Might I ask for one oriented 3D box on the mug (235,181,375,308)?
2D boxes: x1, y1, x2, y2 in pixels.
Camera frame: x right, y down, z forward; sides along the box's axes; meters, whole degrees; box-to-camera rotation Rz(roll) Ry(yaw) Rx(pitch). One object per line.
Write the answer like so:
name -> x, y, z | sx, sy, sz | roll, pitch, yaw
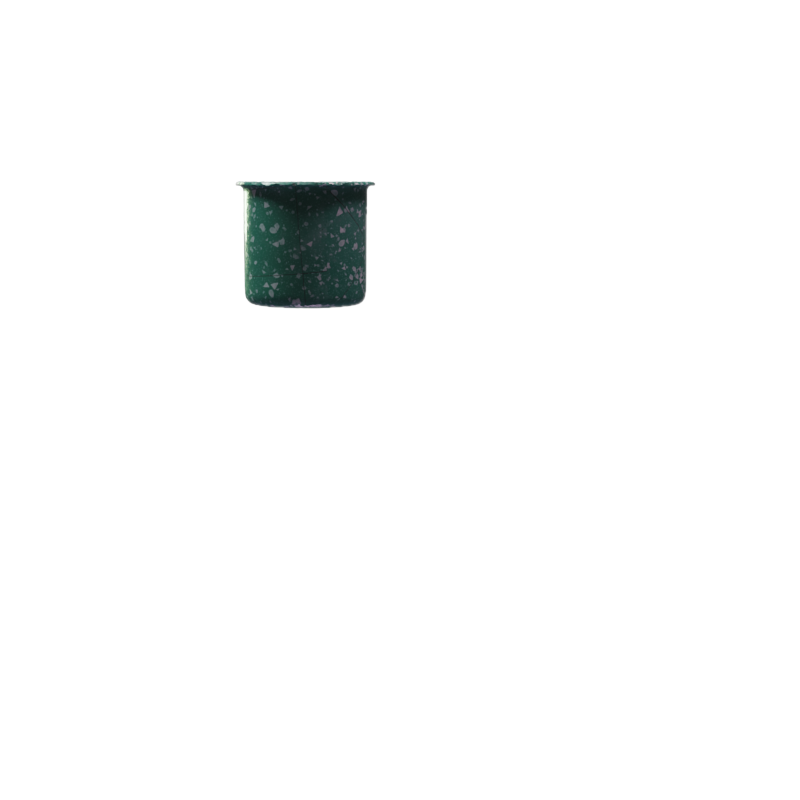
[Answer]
mug -> -0.059, -0.107, 0.752 | 0.096, 0.080, 0.115 | 3, 9, 23
